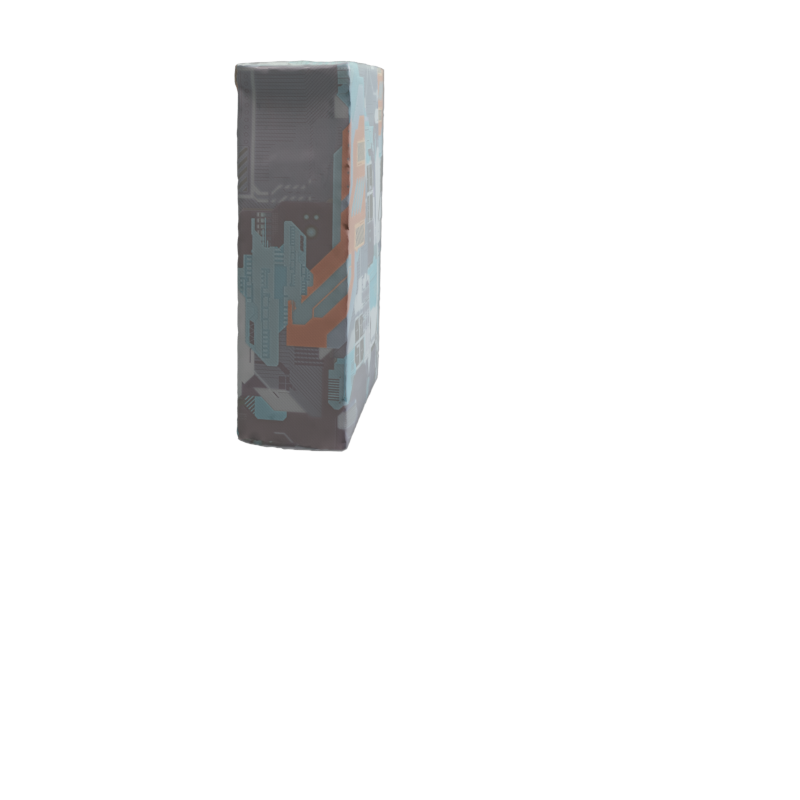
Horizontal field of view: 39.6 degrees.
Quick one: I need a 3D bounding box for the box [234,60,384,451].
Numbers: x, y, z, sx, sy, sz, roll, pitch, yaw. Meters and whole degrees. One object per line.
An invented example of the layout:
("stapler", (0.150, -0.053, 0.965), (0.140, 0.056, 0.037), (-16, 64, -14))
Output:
("box", (-0.053, -0.096, 0.674), (0.073, 0.209, 0.166), (1, 11, 6))
